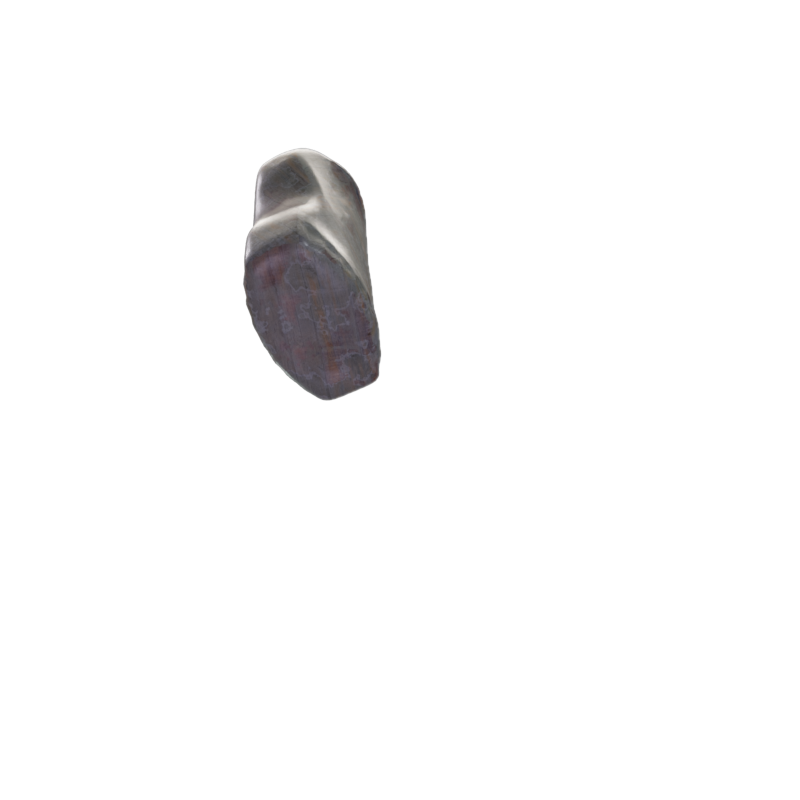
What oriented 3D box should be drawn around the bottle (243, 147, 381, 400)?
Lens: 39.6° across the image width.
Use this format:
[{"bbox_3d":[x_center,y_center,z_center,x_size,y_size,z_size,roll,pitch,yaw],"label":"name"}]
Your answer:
[{"bbox_3d":[-0.049,-0.090,0.630,0.058,0.090,0.204,-25,30,11],"label":"bottle"}]
